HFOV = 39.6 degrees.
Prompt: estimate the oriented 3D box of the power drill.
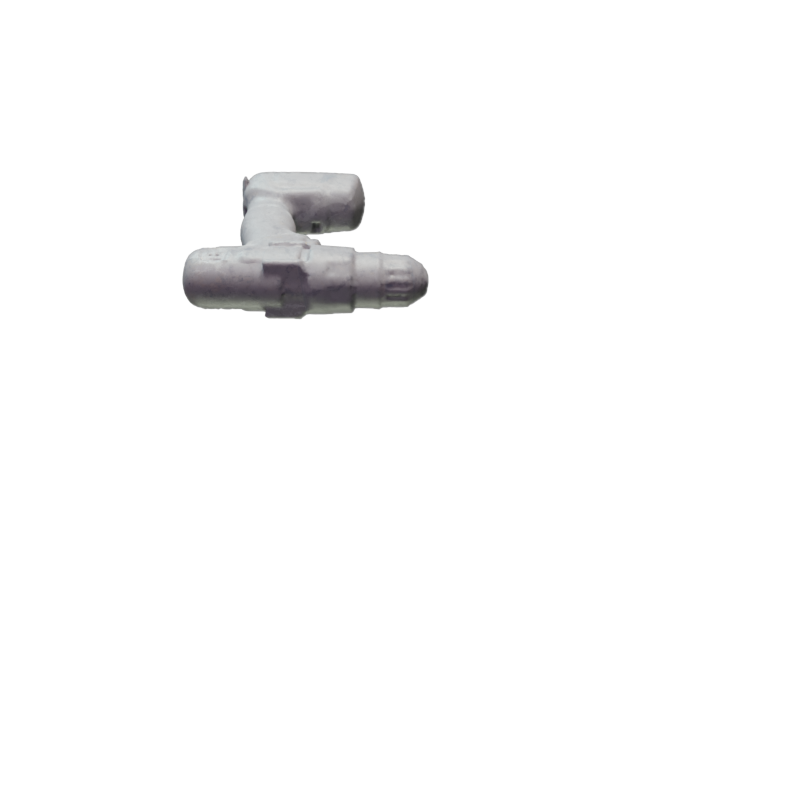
[{"bbox_3d":[-0.070,-0.128,0.893,0.185,0.054,0.197,2,29,3],"label":"power drill"}]
